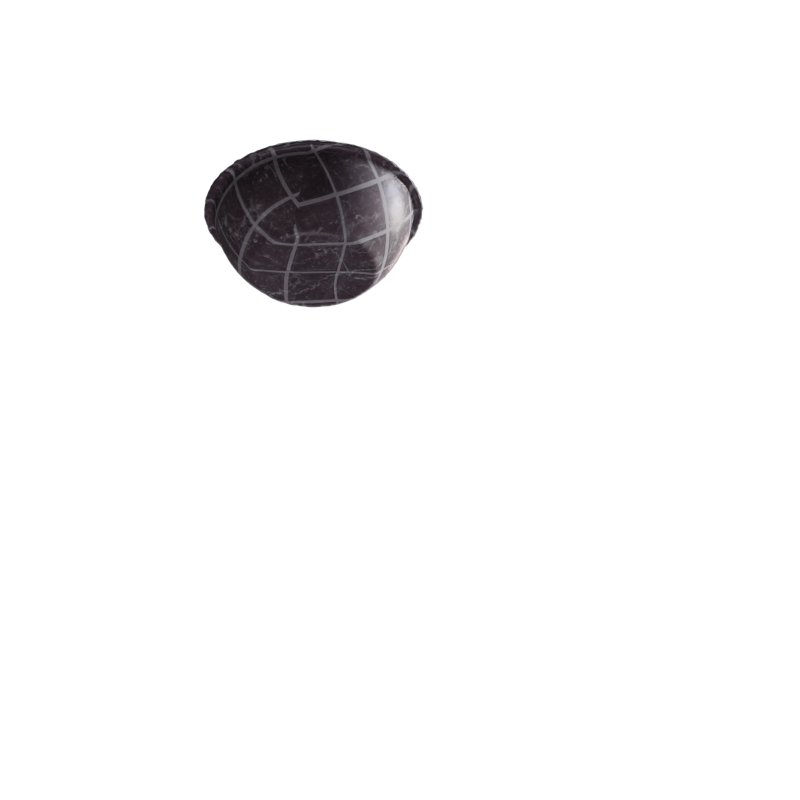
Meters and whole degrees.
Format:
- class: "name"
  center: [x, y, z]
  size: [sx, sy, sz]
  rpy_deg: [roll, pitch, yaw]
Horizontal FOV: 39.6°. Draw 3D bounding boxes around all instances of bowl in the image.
- class: "bowl"
  center: [-0.063, -0.115, 0.805]
  size: [0.162, 0.059, 0.152]
  rpy_deg: [1, -32, -2]
